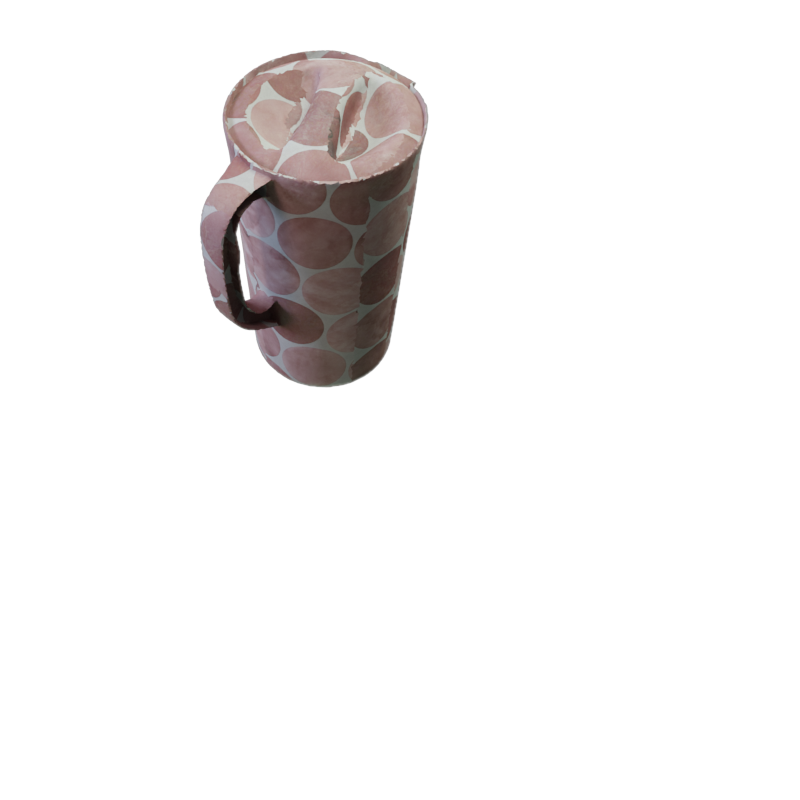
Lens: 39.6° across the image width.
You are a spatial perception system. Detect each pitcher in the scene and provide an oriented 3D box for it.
[{"bbox_3d":[-0.062,-0.114,0.795,0.148,0.156,0.226,-2,-39,-5],"label":"pitcher"}]
